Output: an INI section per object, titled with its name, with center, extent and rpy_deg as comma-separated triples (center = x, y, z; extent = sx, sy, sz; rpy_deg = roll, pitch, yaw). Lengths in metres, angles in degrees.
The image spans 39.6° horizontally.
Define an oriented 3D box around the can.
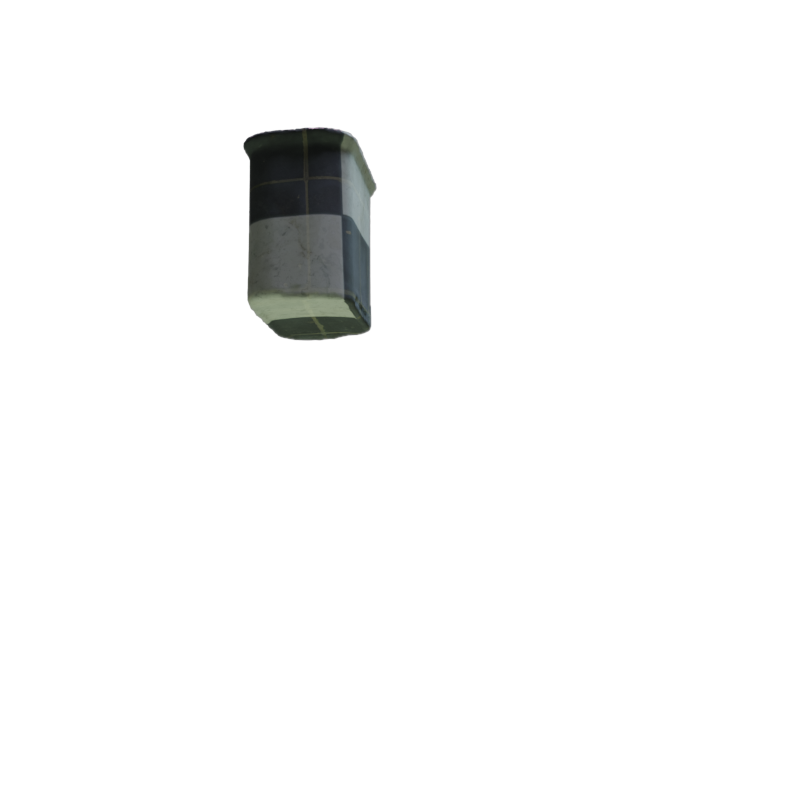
[can]
center = -0.044, -0.081, 0.567
extent = 0.058, 0.087, 0.097
rpy_deg = -3, -12, 8
